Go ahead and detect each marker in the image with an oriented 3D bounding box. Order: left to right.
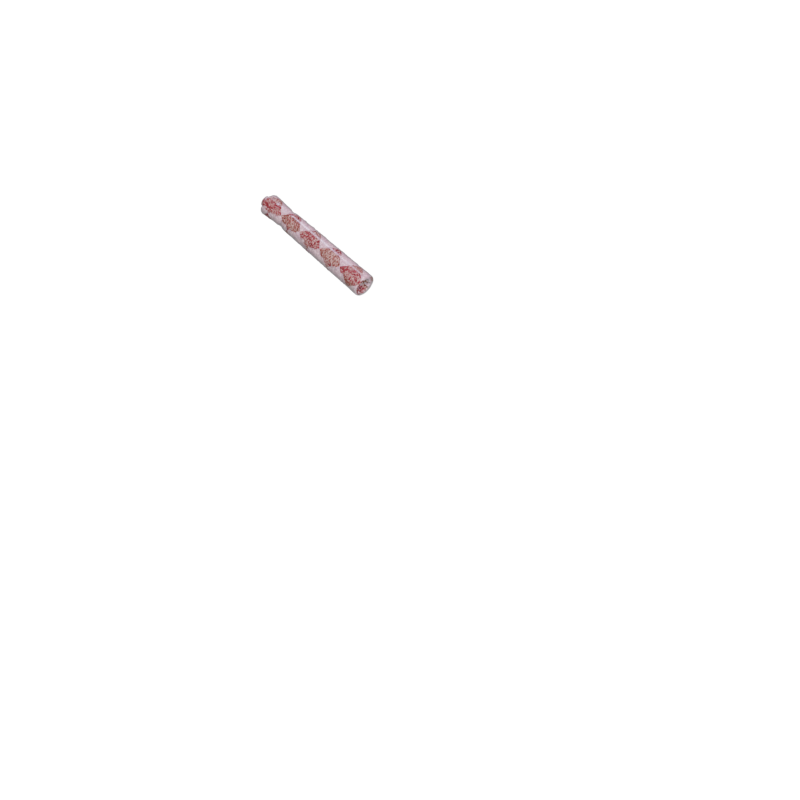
[{"bbox_3d":[-0.068,-0.125,0.872,0.129,0.019,0.019,43,26,29],"label":"marker"}]
